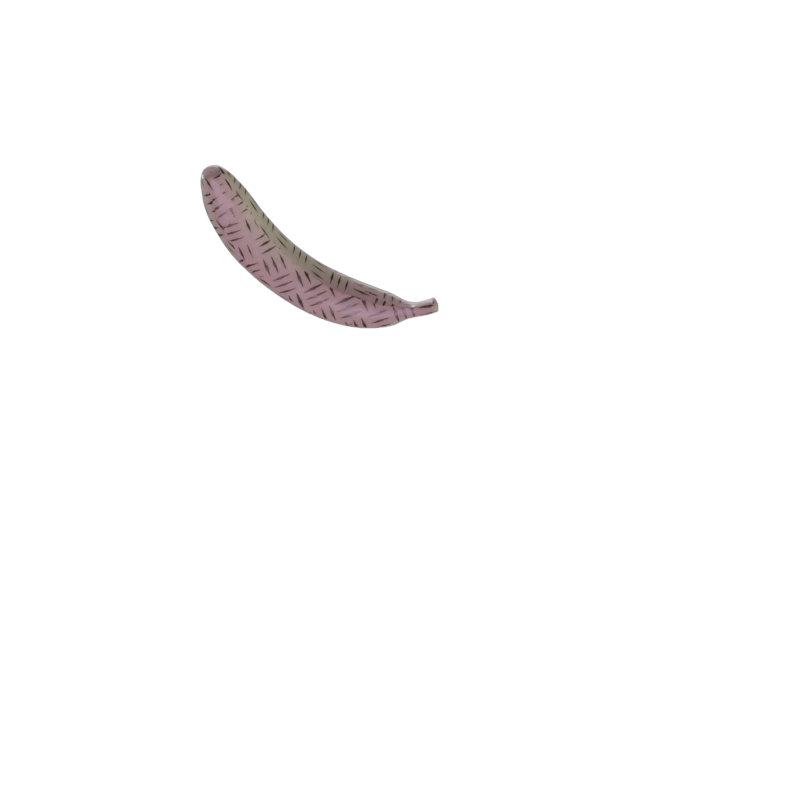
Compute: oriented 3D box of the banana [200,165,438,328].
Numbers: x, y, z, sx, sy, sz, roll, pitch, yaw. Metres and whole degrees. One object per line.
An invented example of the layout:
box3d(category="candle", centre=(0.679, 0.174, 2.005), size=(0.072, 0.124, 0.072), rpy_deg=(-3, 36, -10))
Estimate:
box3d(category="banana", centre=(-0.069, -0.098, 0.784), size=(0.189, 0.039, 0.068), rpy_deg=(28, -56, -22))
